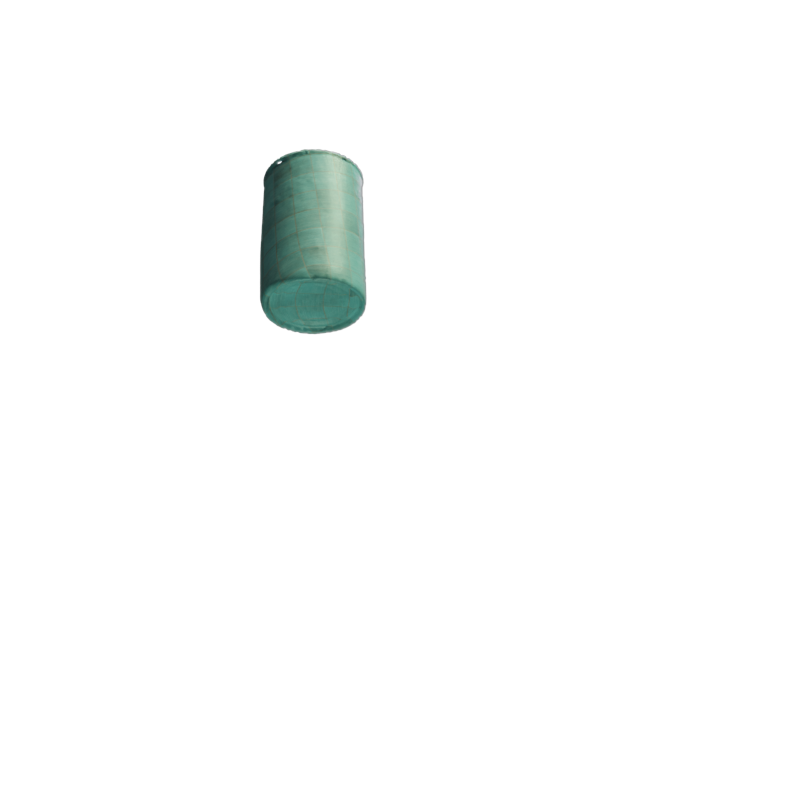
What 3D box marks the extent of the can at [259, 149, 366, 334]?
[{"bbox_3d":[-0.056,-0.103,0.722,0.068,0.109,0.064,-1,-33,-2],"label":"can"}]
